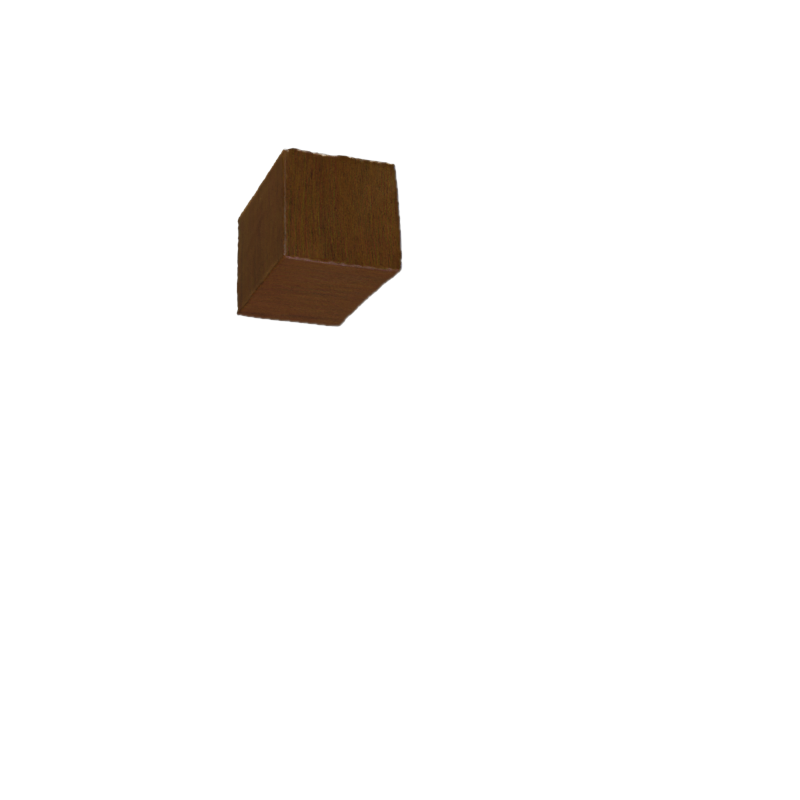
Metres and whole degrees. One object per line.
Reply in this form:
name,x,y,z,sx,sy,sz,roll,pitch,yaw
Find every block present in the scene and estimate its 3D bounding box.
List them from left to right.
block,-0.038,-0.070,0.491,0.051,0.054,0.077,7,-19,-21
